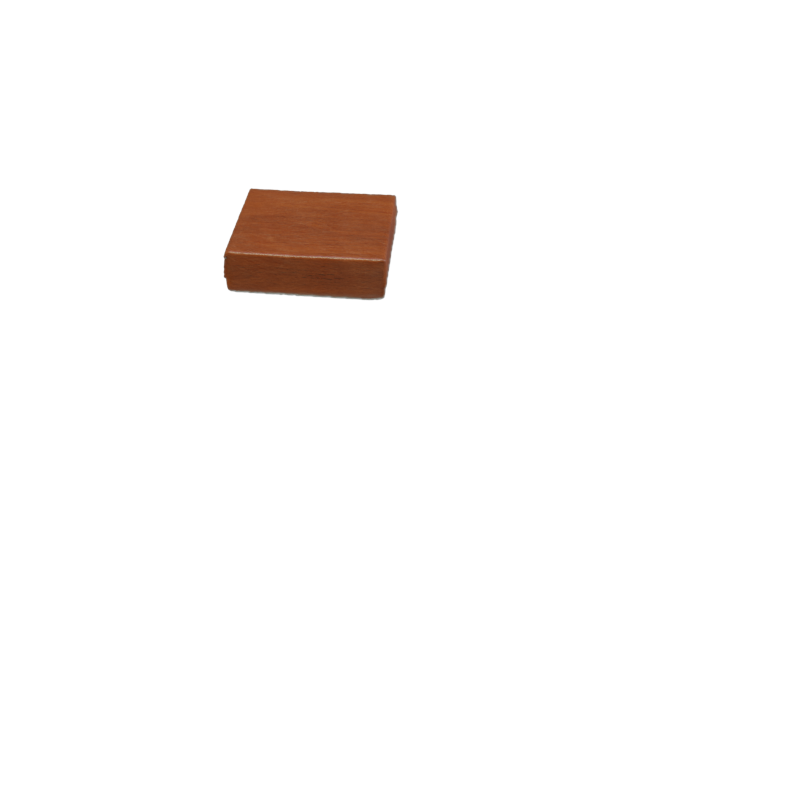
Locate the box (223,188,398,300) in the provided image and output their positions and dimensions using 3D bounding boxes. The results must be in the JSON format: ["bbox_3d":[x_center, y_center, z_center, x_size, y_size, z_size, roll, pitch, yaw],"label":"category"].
[{"bbox_3d":[-0.062,-0.113,0.789,0.114,0.036,0.095,5,38,5],"label":"box"}]
